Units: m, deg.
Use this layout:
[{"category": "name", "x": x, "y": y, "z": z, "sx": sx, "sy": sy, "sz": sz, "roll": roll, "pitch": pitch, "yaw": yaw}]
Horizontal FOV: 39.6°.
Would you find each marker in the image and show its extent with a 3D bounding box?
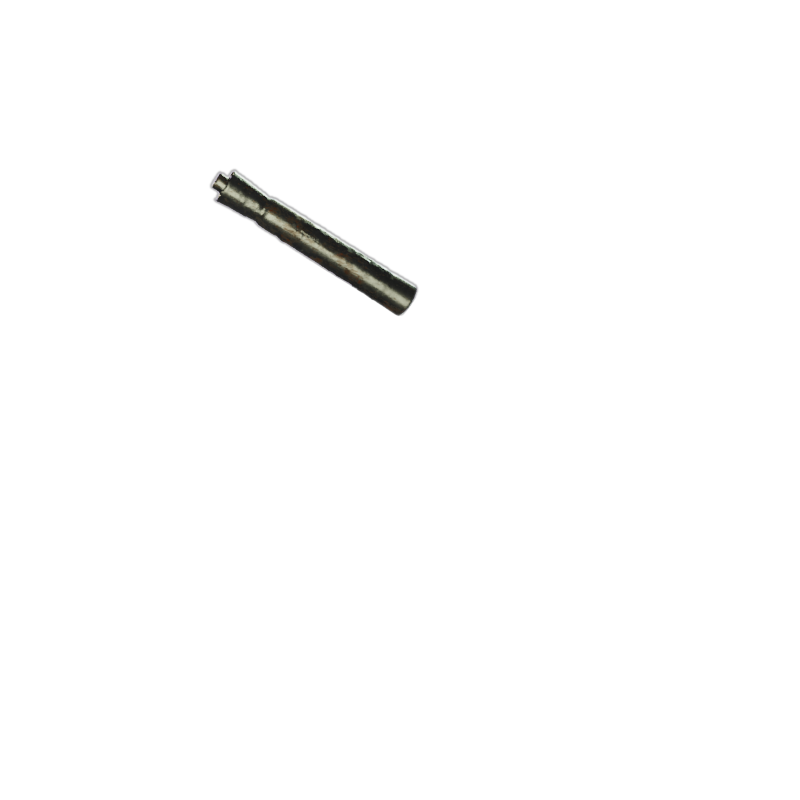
[{"category": "marker", "x": -0.045, "y": -0.083, "z": 0.578, "sx": 0.118, "sy": 0.020, "sz": 0.020, "roll": 31, "pitch": -4, "yaw": -11}]
